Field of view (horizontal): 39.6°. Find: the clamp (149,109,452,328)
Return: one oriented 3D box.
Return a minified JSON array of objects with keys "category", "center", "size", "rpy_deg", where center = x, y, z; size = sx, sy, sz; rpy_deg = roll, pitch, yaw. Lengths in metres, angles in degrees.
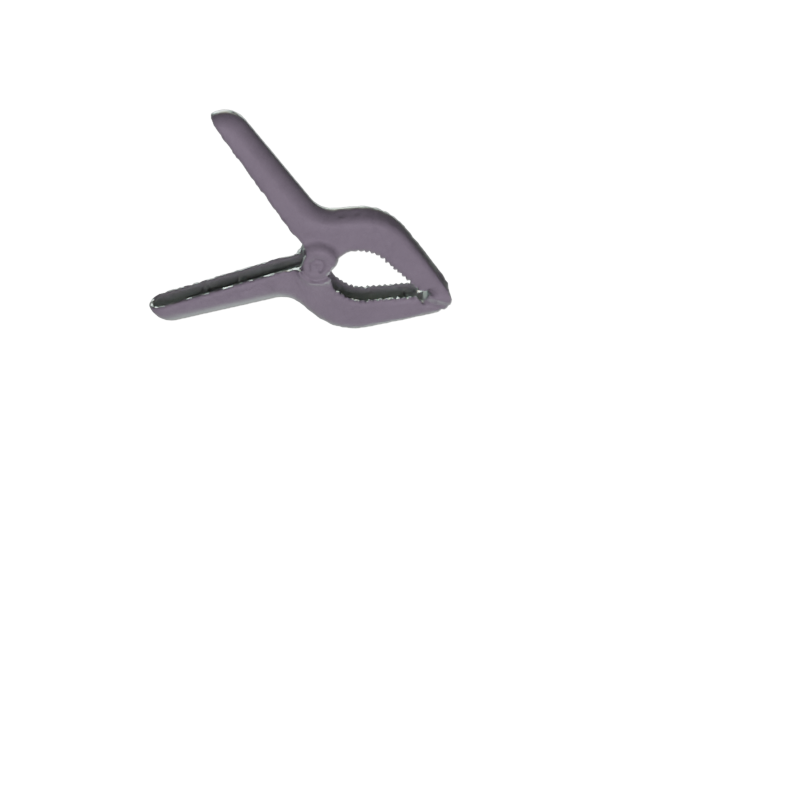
[{"category":"clamp","center":[-0.061,-0.111,0.780],"size":[0.208,0.157,0.039],"rpy_deg":[11,28,-6]}]
